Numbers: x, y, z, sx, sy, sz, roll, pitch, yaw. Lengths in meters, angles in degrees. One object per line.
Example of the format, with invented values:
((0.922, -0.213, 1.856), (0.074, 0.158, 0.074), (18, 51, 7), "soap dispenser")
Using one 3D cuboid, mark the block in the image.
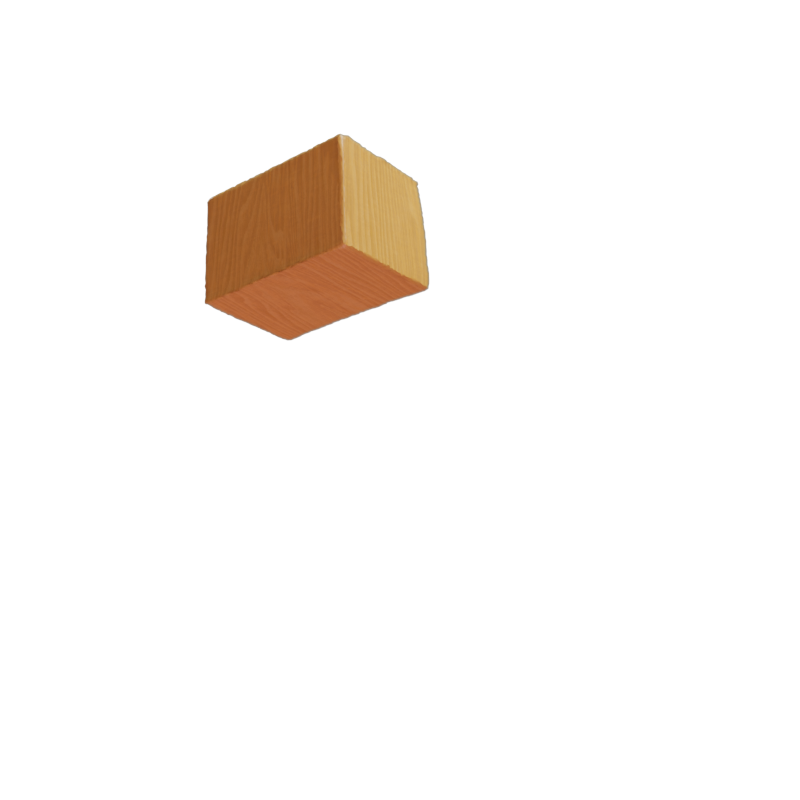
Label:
((-0.035, -0.065, 0.453), (0.079, 0.054, 0.049), (-18, -29, 35), "block")
